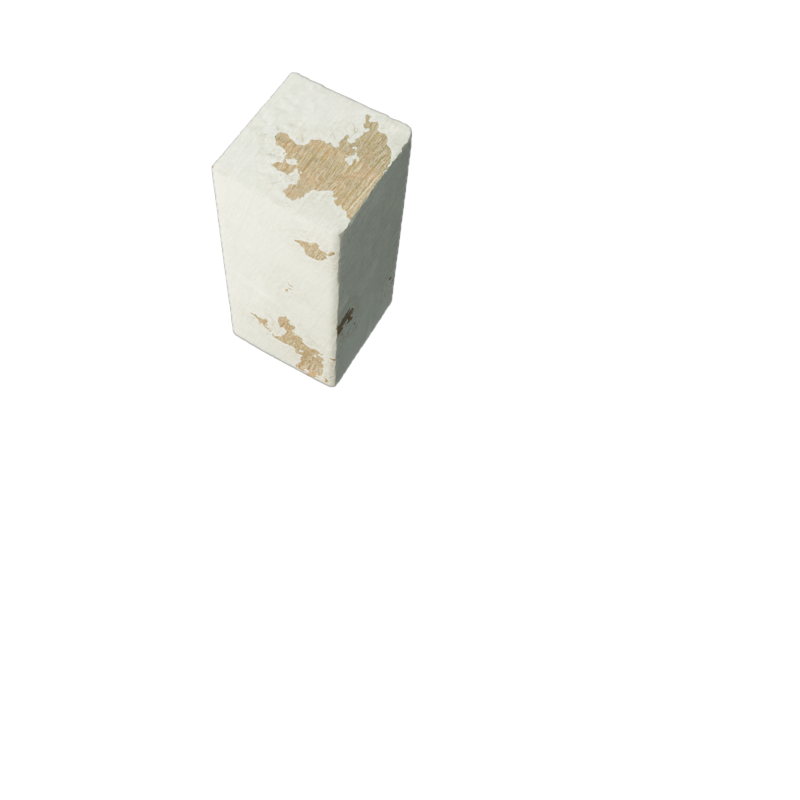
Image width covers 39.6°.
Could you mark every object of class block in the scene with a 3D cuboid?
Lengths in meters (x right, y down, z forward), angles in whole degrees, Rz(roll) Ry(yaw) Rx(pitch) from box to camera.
[{"bbox_3d":[-0.057,-0.104,0.734,0.093,0.093,0.194,29,-25,11],"label":"block"}]
